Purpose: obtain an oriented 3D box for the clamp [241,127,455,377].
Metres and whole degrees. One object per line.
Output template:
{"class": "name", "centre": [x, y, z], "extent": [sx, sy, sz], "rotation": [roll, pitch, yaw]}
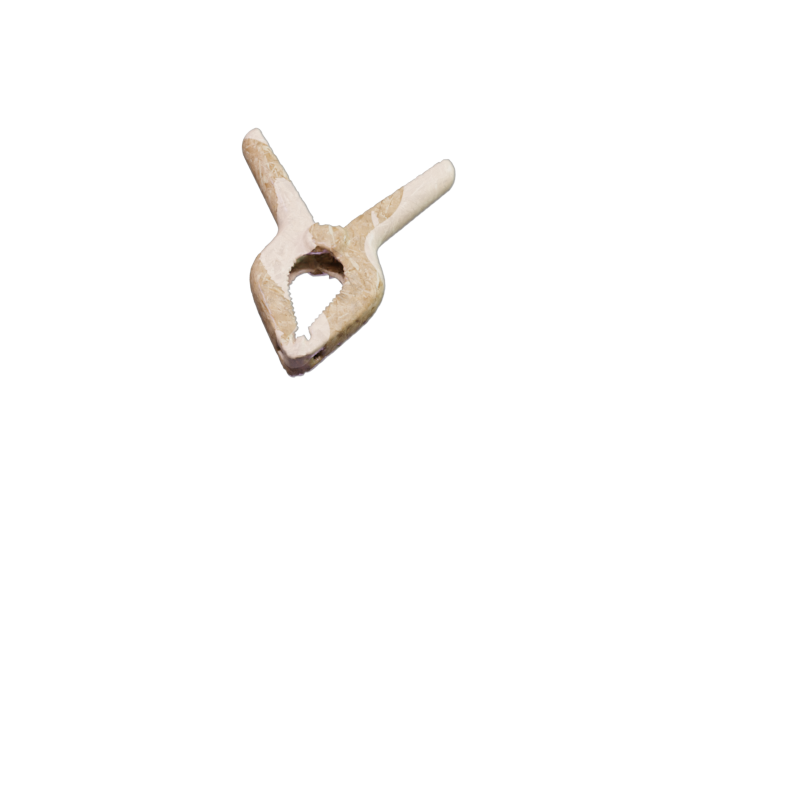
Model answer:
{"class": "clamp", "centre": [-0.063, -0.114, 0.799], "extent": [0.168, 0.220, 0.034], "rotation": [14, -34, 9]}
